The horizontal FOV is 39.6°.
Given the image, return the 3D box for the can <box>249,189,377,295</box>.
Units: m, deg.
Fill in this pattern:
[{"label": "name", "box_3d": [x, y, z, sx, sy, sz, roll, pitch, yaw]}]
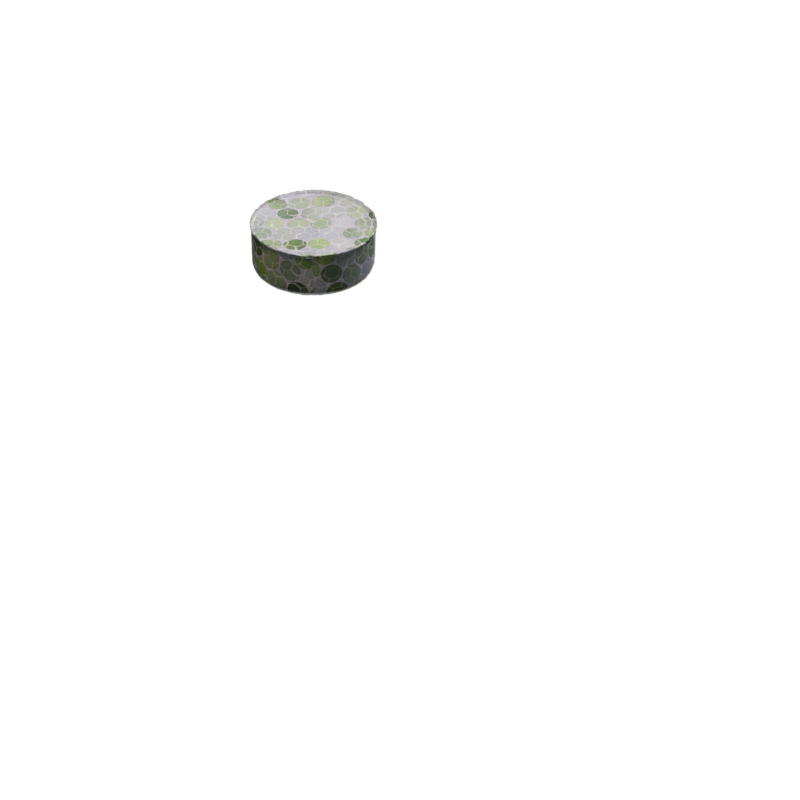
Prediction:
[{"label": "can", "box_3d": [-0.059, -0.108, 0.754, 0.086, 0.031, 0.092, -1, 37, -2]}]
